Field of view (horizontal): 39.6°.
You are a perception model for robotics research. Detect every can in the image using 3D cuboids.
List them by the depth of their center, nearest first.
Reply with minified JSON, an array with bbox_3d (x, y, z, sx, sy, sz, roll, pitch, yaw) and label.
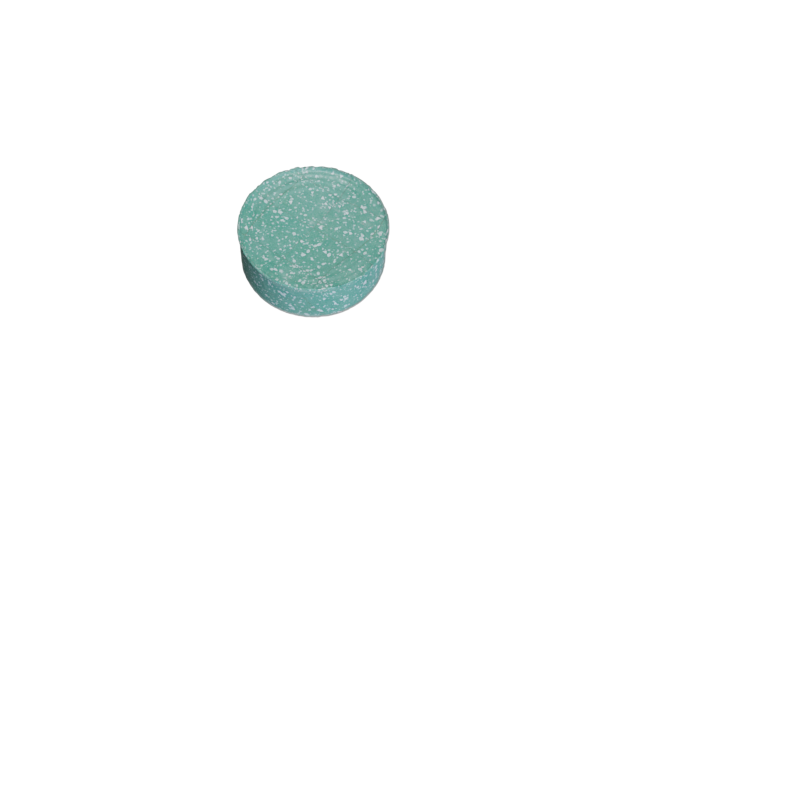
[{"bbox_3d":[-0.050,-0.091,0.636,0.086,0.092,0.031,-1,-32,-1],"label":"can"}]
